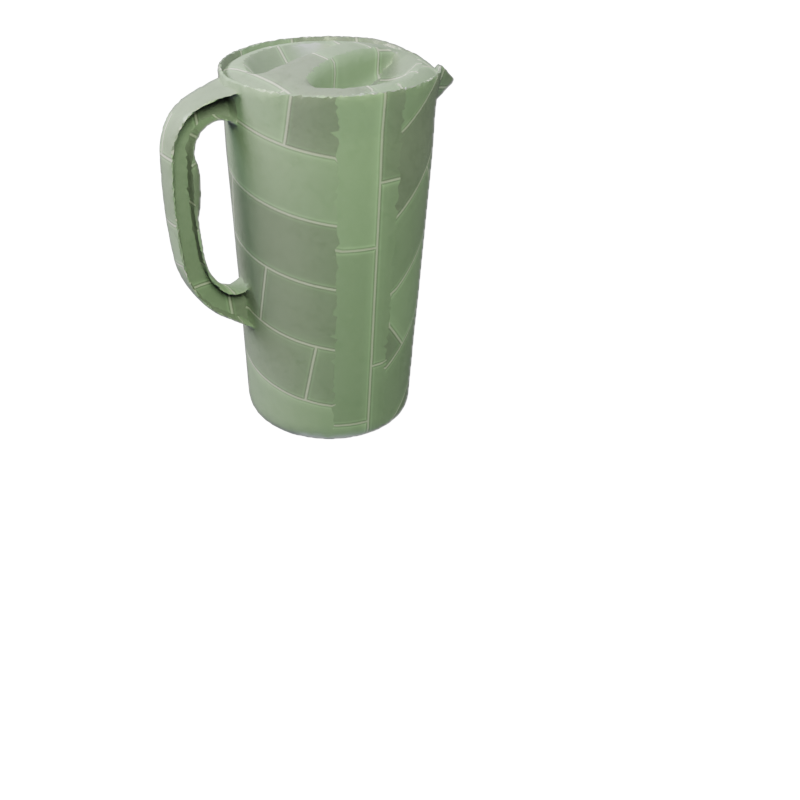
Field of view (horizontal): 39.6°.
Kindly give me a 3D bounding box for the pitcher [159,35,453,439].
[{"bbox_3d":[-0.055,-0.100,0.700,0.153,0.230,0.150,9,28,14],"label":"pitcher"}]
